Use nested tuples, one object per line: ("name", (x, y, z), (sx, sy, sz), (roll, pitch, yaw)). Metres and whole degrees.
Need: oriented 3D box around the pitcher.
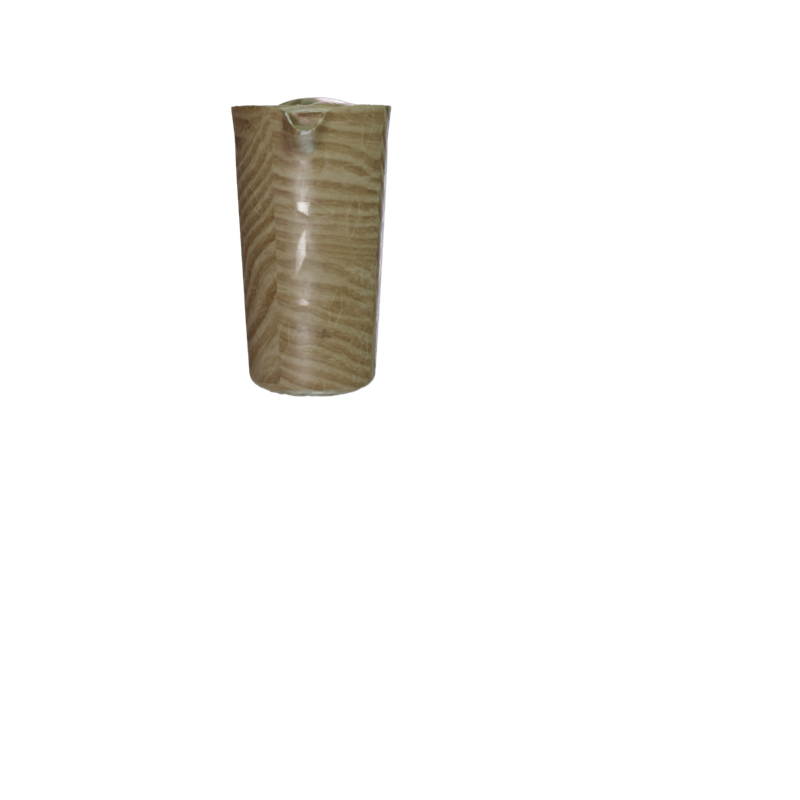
("pitcher", (-0.074, -0.135, 0.945), (0.152, 0.239, 0.145), (8, 11, 44))
